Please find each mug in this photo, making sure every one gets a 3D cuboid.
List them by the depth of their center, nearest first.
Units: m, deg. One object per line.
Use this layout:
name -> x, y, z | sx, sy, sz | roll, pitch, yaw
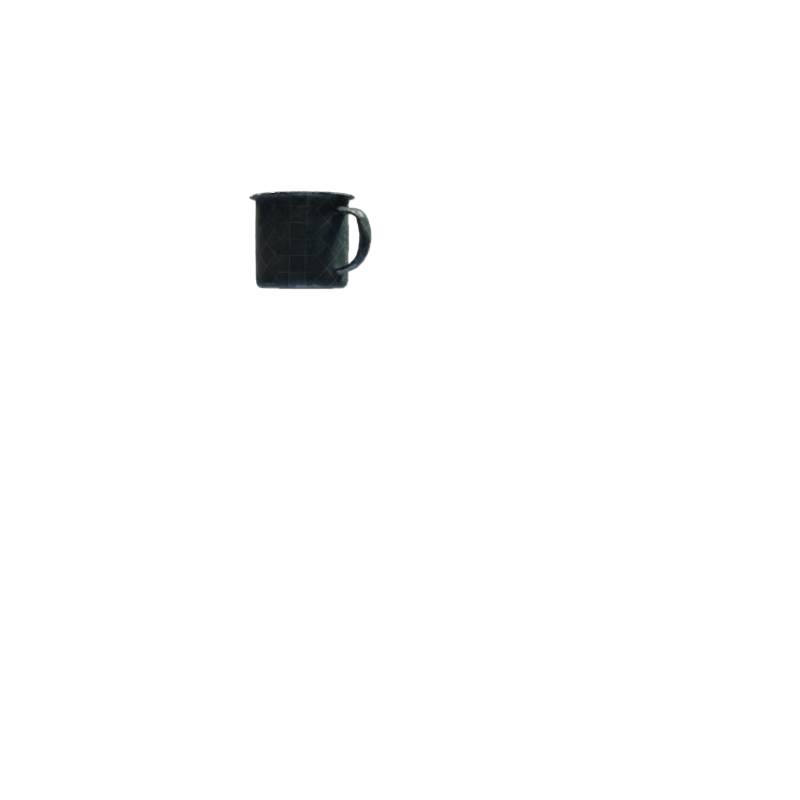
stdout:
mug -> -0.075, -0.138, 0.964 | 0.121, 0.082, 0.090 | 1, 2, 32
